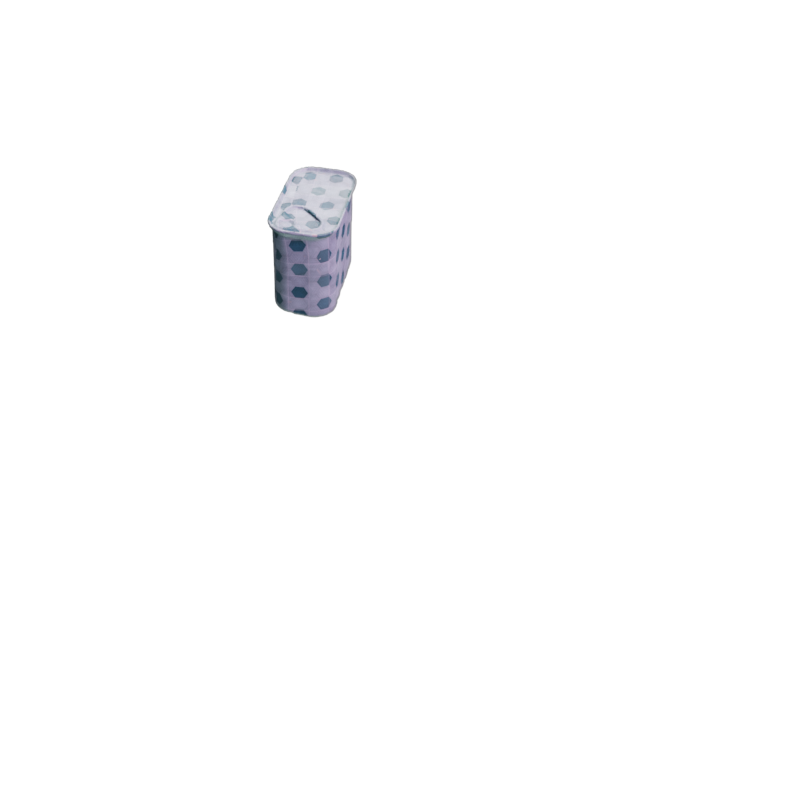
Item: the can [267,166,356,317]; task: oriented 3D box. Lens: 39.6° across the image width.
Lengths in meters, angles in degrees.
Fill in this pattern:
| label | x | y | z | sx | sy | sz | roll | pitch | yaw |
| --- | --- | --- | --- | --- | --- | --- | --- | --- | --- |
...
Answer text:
| label | x | y | z | sx | sy | sz | roll | pitch | yaw |
| --- | --- | --- | --- | --- | --- | --- | --- | --- | --- |
| can | -0.072 | -0.131 | 0.915 | 0.058 | 0.078 | 0.107 | 8 | 39 | 7 |
